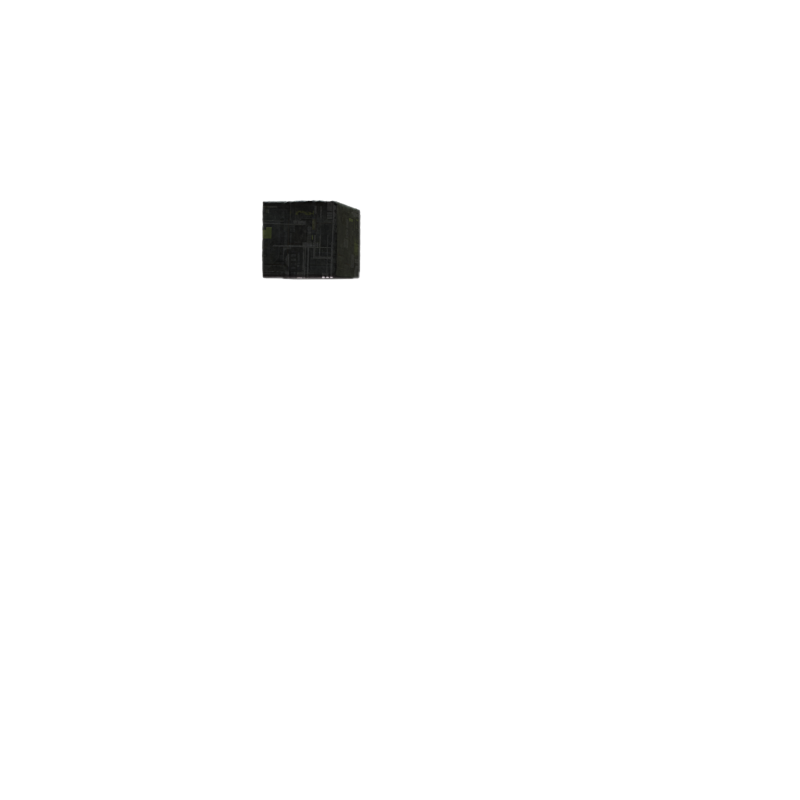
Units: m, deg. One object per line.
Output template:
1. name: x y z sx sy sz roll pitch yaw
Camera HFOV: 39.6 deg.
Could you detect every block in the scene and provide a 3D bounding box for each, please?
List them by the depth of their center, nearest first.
1. block: -0.060 -0.109 0.762 0.053 0.051 0.077 0 3 10
